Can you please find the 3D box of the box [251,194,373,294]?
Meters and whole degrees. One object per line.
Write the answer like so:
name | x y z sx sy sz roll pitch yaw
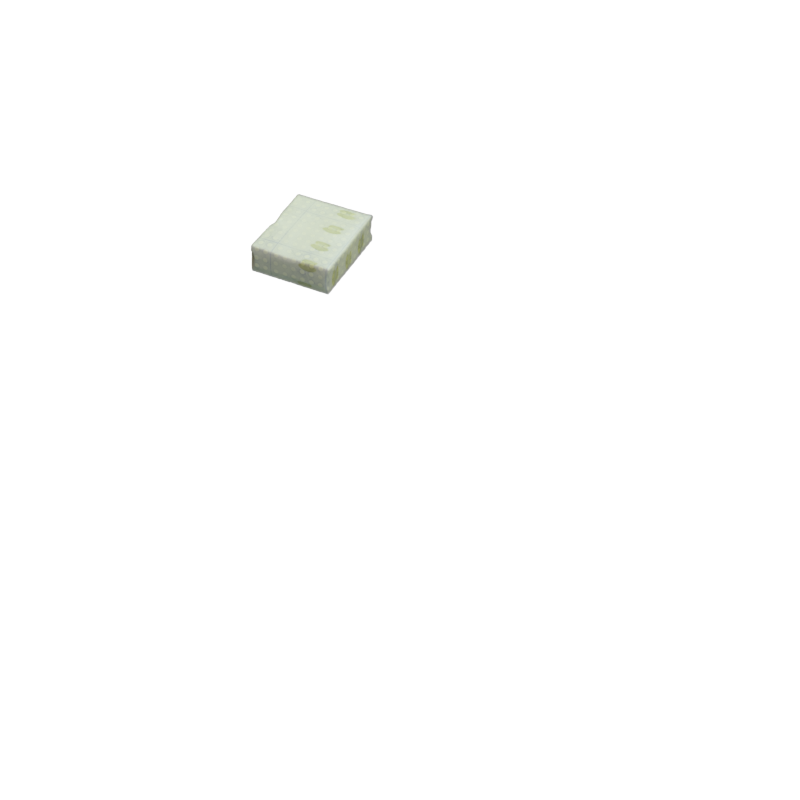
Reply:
box | -0.073 -0.134 0.939 0.076 0.028 0.092 18 44 18
